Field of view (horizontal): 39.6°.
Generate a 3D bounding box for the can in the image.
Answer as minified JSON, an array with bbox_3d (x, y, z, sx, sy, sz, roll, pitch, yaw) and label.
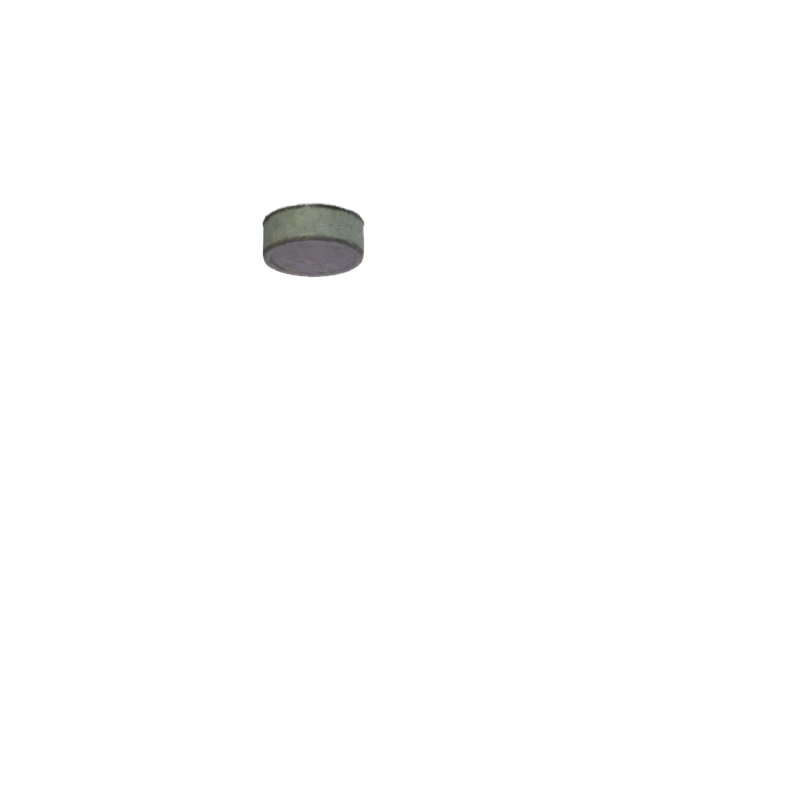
[{"bbox_3d":[-0.073,-0.132,0.928,0.086,0.035,0.082,0,-16,-2],"label":"can"}]
